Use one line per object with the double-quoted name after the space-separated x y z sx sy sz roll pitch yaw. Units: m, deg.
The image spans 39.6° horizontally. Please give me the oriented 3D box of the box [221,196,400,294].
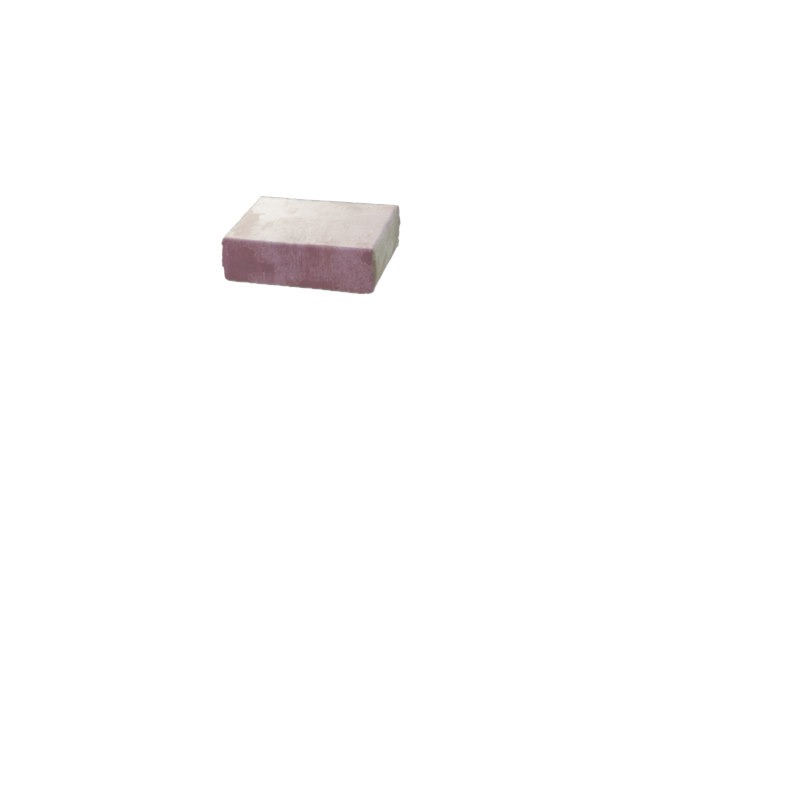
-0.064 -0.116 0.811 0.116 0.037 0.093 7 30 12 "box"
